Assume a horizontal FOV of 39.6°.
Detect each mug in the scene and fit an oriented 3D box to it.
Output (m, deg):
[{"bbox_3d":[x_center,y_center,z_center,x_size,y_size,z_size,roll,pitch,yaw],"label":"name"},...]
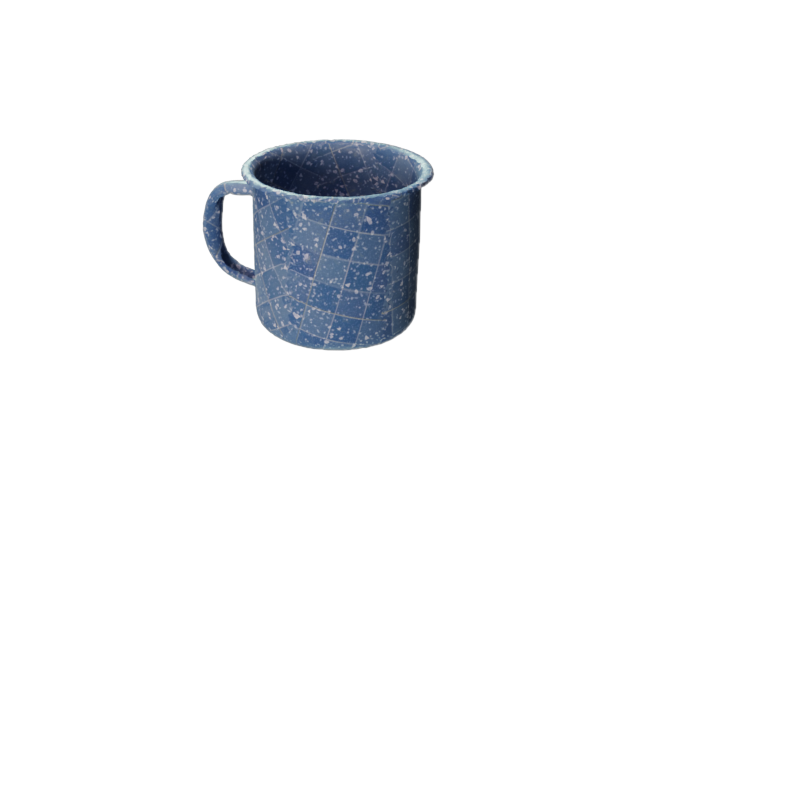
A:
[{"bbox_3d":[-0.043,-0.079,0.553,0.120,0.077,0.096,7,27,12],"label":"mug"}]
